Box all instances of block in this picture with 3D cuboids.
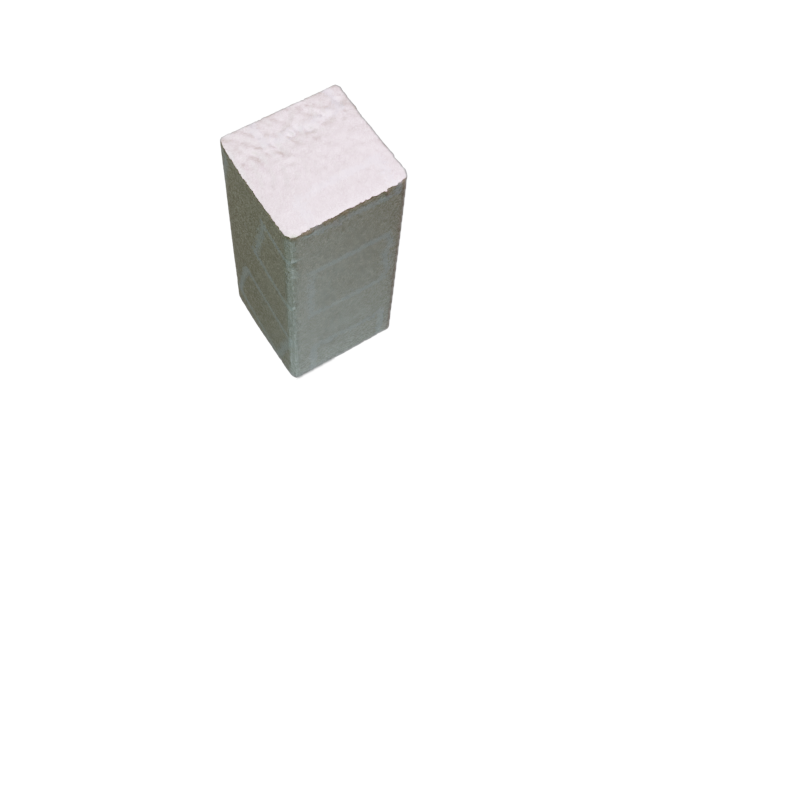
[{"bbox_3d":[-0.061,-0.111,0.779,0.091,0.096,0.194,-28,-21,-16],"label":"block"}]
